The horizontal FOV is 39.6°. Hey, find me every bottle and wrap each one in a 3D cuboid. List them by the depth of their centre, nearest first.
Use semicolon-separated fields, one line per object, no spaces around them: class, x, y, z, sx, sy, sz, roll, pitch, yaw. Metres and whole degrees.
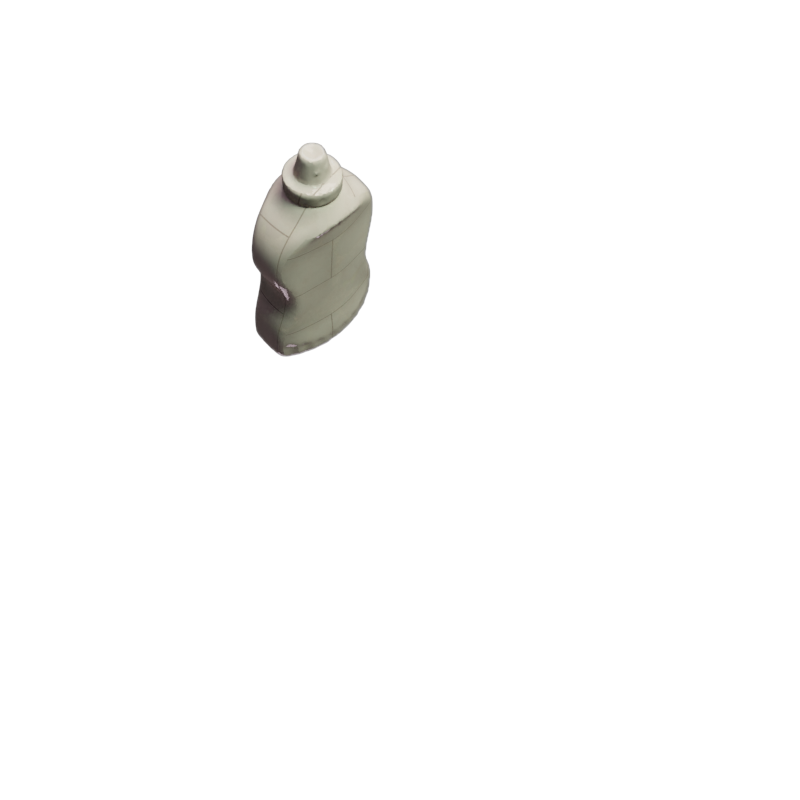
bottle;-0.062;-0.113;0.792;0.097;0.062;0.180;-37;-22;-23
